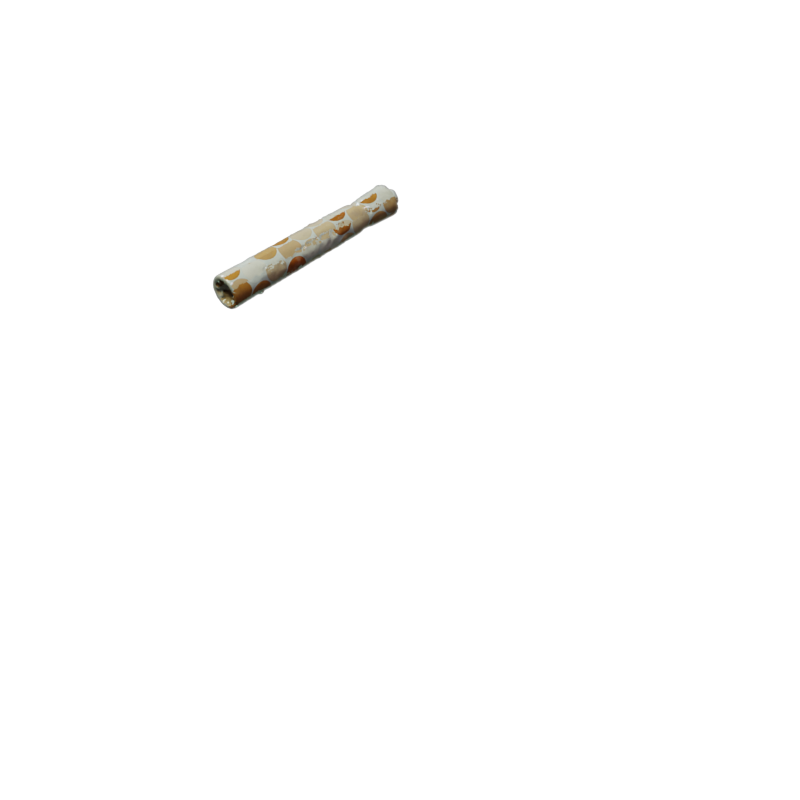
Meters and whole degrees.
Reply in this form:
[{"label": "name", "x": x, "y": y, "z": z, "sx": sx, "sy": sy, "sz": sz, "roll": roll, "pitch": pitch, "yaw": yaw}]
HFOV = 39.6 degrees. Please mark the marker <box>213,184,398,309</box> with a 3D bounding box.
[{"label": "marker", "x": -0.045, "y": -0.083, "z": 0.579, "sx": 0.121, "sy": 0.019, "sz": 0.021, "roll": -36, "pitch": 24, "yaw": -33}]
